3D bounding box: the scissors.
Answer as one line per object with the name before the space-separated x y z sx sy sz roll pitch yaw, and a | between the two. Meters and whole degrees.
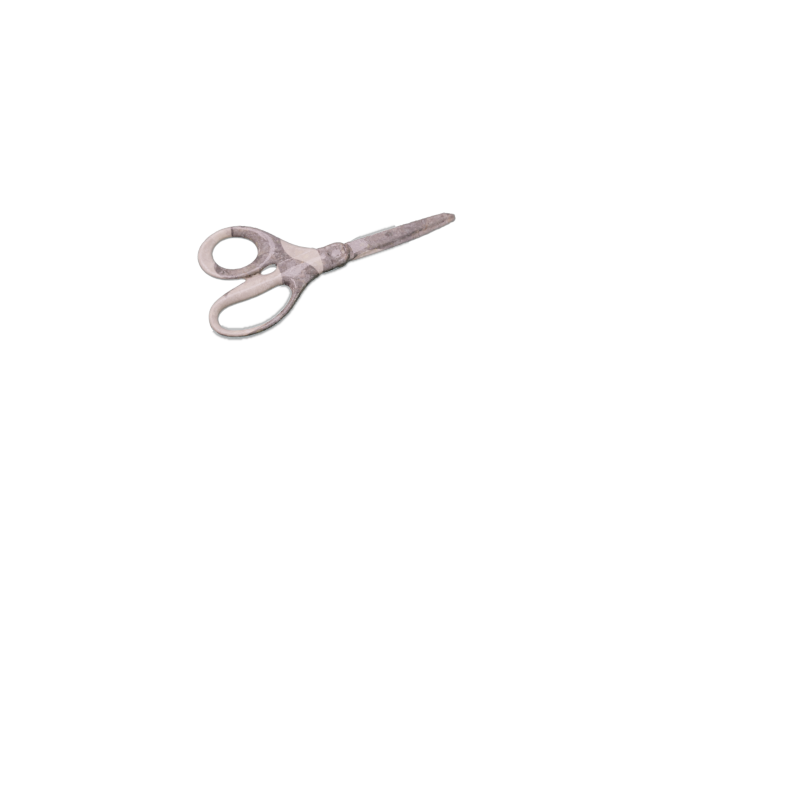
scissors | -0.066 -0.120 0.841 0.202 0.101 0.015 -35 -18 -13
